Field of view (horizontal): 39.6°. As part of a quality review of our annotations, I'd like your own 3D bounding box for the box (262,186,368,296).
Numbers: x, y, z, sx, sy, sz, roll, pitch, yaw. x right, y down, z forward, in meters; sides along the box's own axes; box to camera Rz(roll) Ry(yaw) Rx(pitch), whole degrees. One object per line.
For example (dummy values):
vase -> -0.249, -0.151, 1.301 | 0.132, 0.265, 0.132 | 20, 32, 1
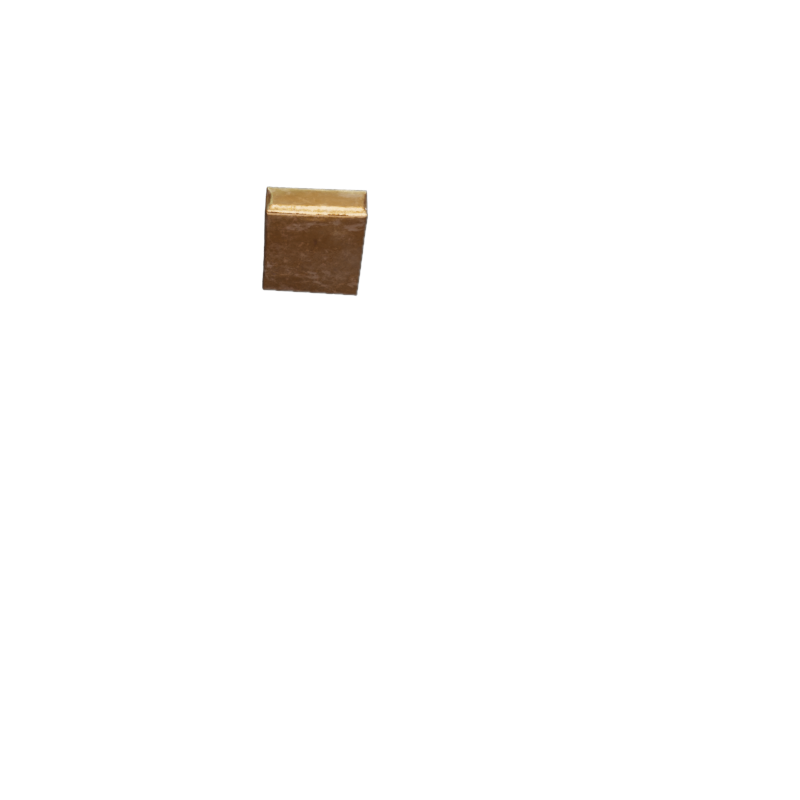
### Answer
box -> -0.064, -0.117, 0.817 | 0.073, 0.032, 0.084 | 3, -39, -4
